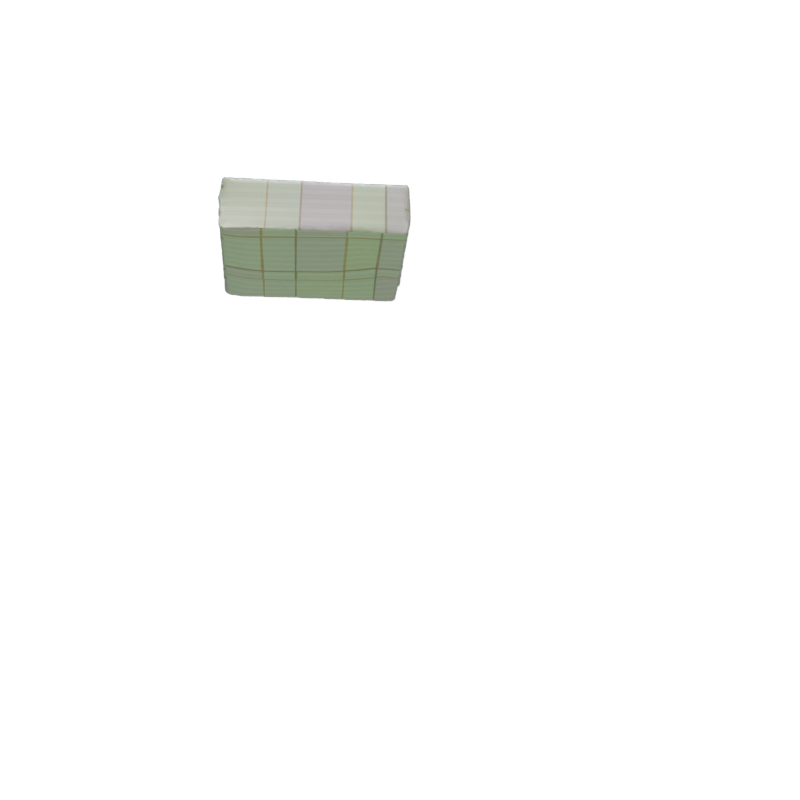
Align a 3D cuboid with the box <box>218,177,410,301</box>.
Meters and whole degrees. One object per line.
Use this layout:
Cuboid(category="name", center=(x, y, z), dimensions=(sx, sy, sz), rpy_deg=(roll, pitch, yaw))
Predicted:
Cuboid(category="box", center=(-0.053, -0.097, 0.679), dimensions=(0.113, 0.041, 0.085), rpy_deg=(1, -24, -3))
